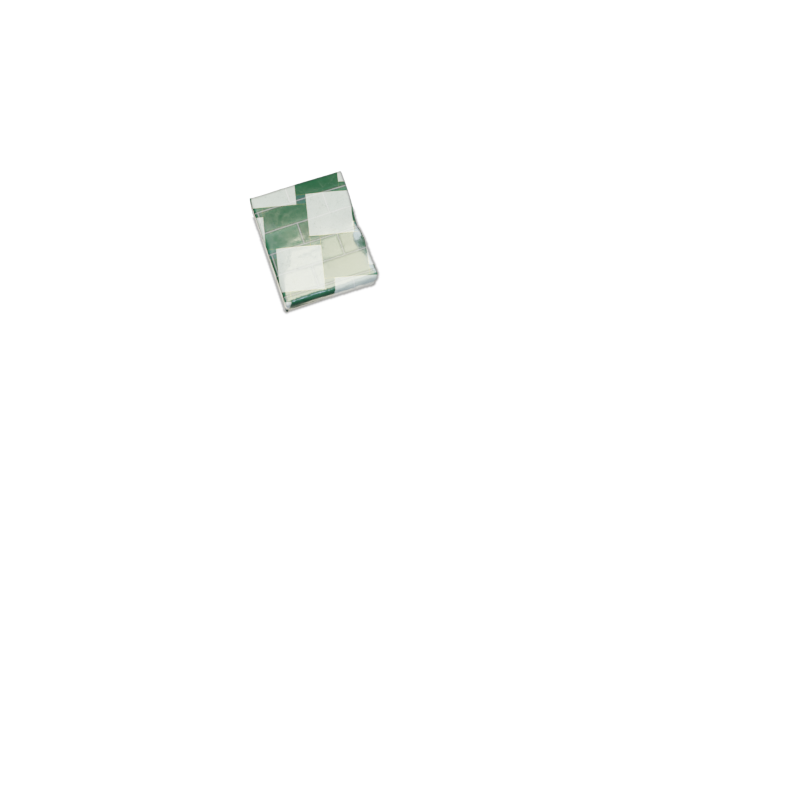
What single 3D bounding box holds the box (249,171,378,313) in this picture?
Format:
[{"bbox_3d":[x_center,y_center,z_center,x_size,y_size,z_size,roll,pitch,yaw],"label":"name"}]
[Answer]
[{"bbox_3d":[-0.065,-0.119,0.831,0.073,0.093,0.029,-18,-15,-5],"label":"box"}]
